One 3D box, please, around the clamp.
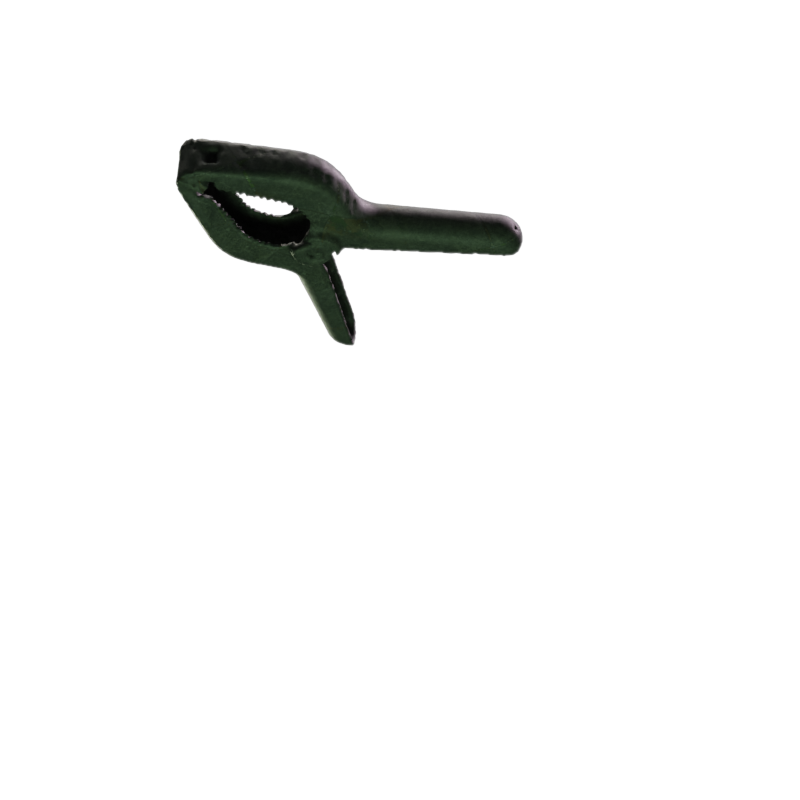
[{"bbox_3d":[-0.054,-0.098,0.687,0.199,0.039,0.162,20,-37,-30],"label":"clamp"}]
